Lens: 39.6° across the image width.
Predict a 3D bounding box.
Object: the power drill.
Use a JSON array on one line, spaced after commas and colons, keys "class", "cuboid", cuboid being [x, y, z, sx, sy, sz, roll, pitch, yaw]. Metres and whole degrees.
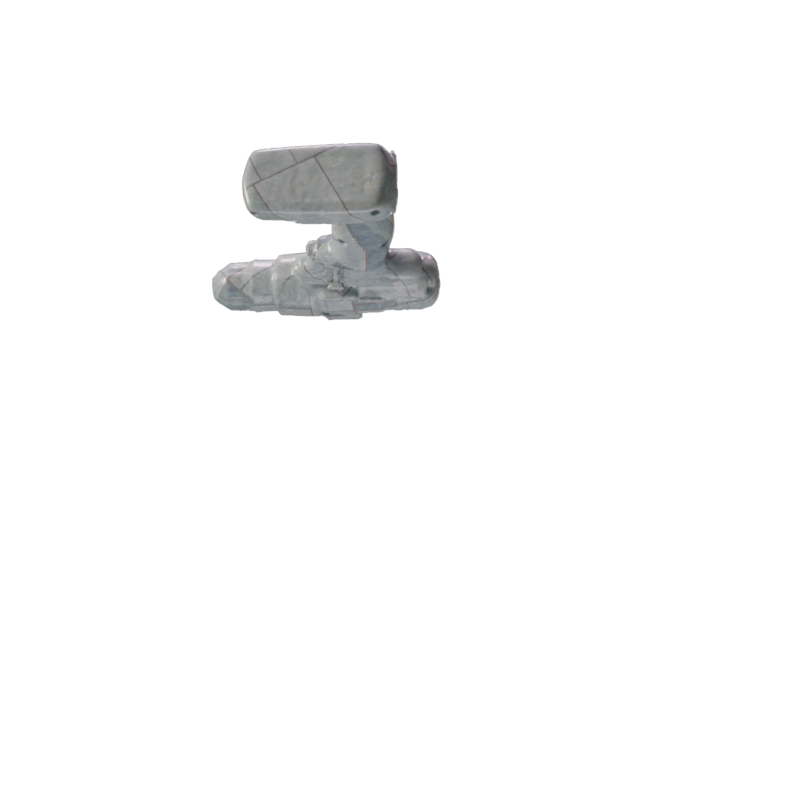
[{"class": "power drill", "cuboid": [-0.065, -0.119, 0.834, 0.186, 0.061, 0.176, -2, -22, 5]}]
